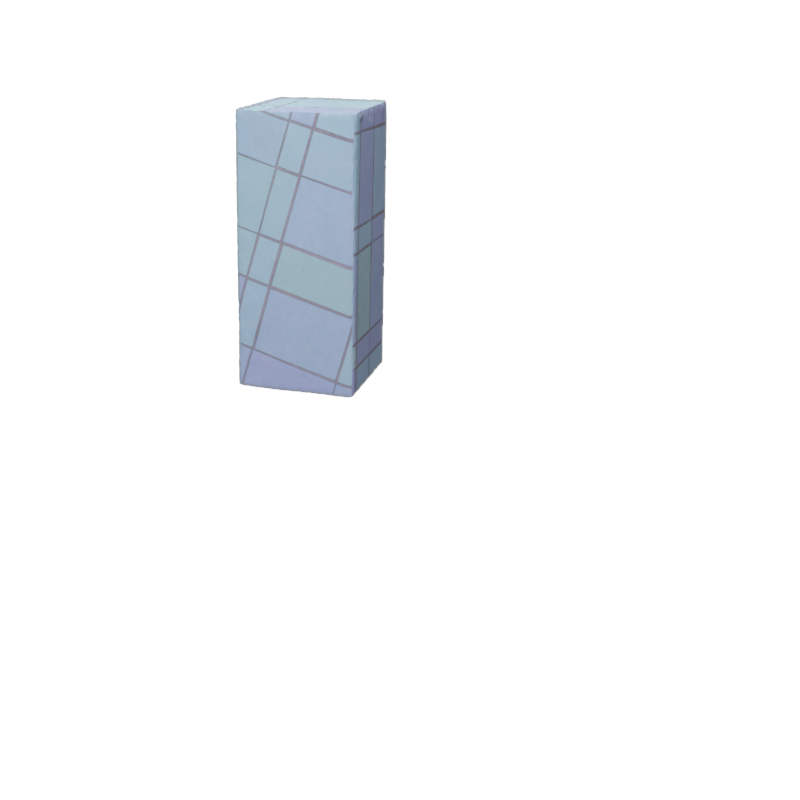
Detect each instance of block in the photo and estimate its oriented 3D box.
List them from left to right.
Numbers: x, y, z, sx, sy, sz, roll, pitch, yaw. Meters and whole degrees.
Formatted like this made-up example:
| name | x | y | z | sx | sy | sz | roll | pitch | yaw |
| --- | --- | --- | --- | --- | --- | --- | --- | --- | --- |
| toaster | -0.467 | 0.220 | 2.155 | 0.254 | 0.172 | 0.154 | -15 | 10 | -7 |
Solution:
| name | x | y | z | sx | sy | sz | roll | pitch | yaw |
| --- | --- | --- | --- | --- | --- | --- | --- | --- | --- |
| block | -0.064 | -0.118 | 0.828 | 0.092 | 0.200 | 0.091 | 5 | 15 | 16 |
